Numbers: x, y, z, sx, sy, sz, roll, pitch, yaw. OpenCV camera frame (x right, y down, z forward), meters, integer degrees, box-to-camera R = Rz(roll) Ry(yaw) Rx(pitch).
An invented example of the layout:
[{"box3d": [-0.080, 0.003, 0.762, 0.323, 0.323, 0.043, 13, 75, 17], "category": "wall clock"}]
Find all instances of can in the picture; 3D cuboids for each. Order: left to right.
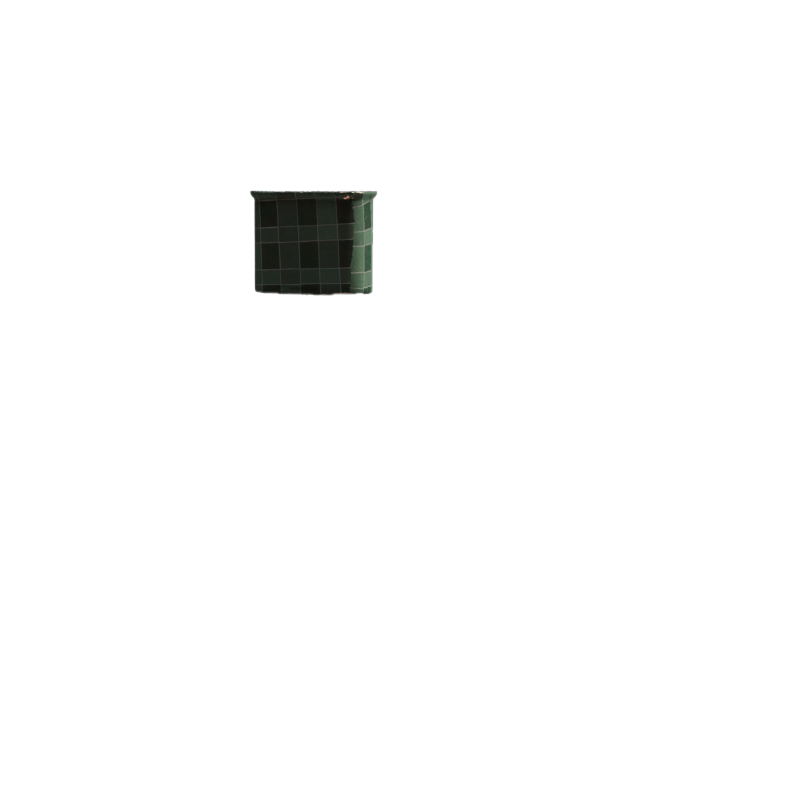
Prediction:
[{"box3d": [-0.071, -0.130, 0.908, 0.105, 0.083, 0.056, 3, 6, 22], "category": "can"}]
